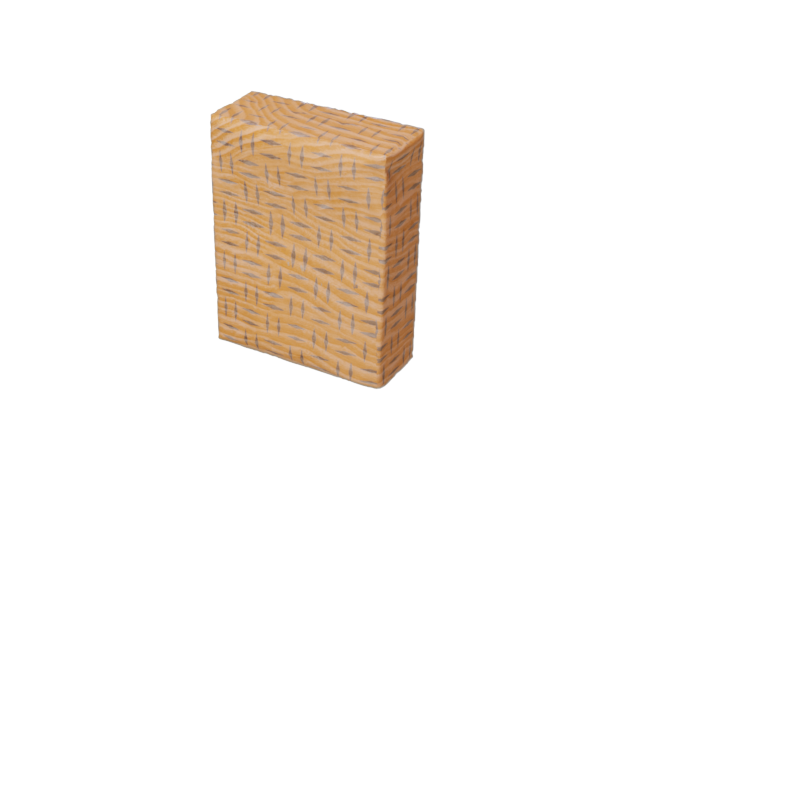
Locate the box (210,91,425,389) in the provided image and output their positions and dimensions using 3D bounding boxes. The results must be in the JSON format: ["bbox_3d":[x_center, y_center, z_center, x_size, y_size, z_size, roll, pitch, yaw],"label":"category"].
[{"bbox_3d":[-0.071,-0.130,0.912,0.172,0.201,0.073,18,34,25],"label":"box"}]
